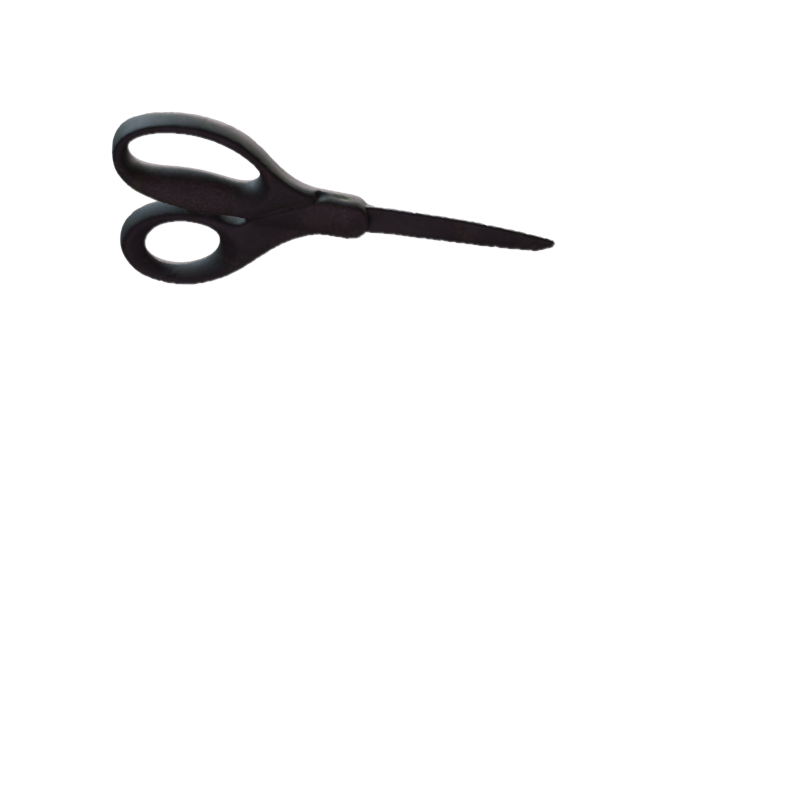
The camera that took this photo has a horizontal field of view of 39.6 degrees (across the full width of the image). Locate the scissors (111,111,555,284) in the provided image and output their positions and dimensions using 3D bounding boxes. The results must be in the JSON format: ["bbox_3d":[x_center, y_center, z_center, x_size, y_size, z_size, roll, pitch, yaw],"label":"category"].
[{"bbox_3d":[-0.040,-0.072,0.507,0.195,0.017,0.093,19,-51,-17],"label":"scissors"}]
